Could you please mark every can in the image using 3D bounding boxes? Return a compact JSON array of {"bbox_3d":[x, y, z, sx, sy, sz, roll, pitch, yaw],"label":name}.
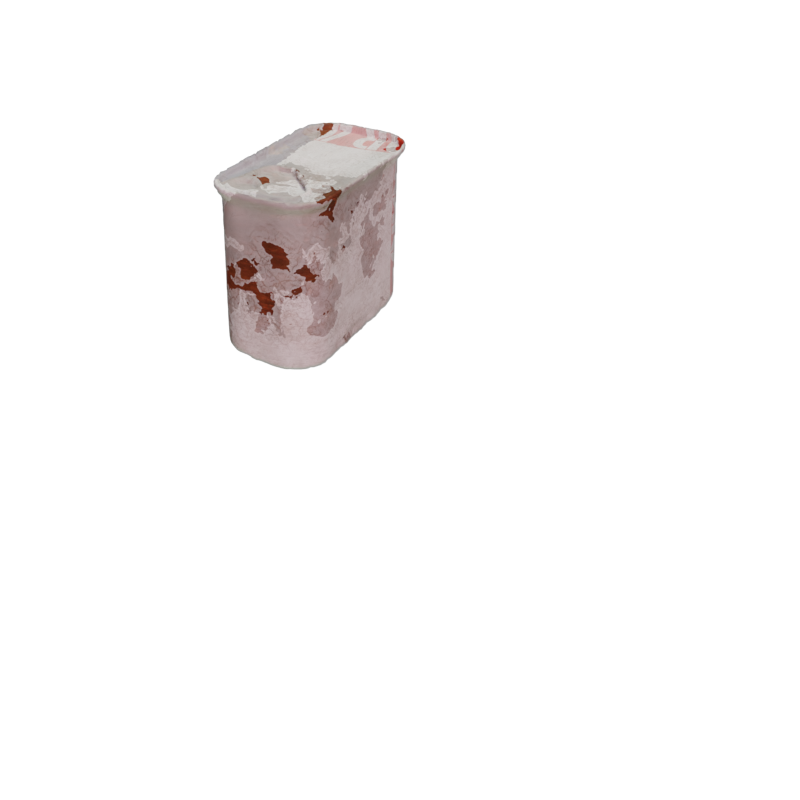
[{"bbox_3d":[-0.041,-0.075,0.523,0.060,0.079,0.103,15,33,23],"label":"can"}]
